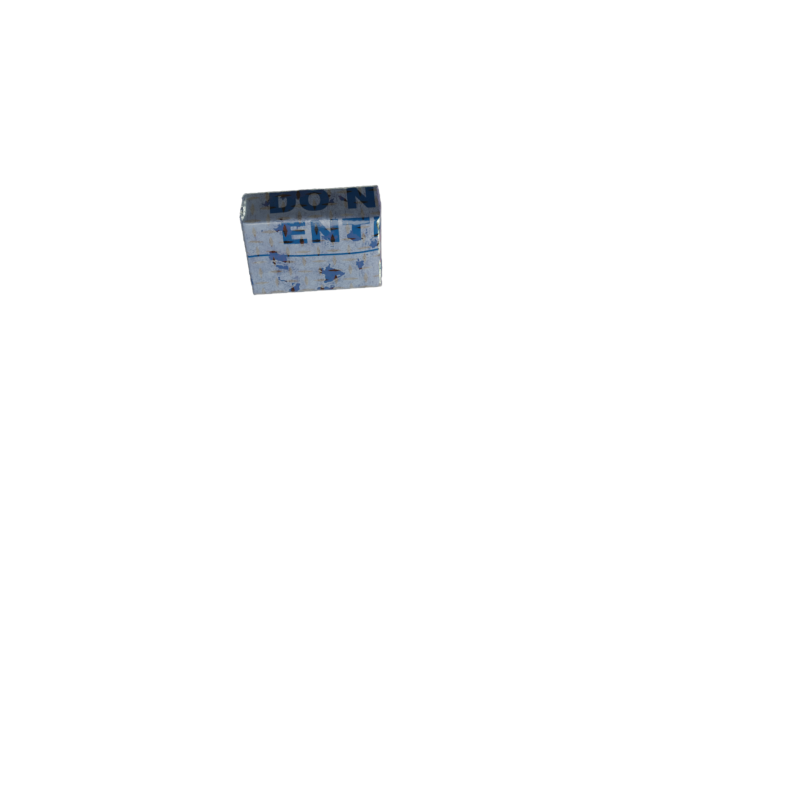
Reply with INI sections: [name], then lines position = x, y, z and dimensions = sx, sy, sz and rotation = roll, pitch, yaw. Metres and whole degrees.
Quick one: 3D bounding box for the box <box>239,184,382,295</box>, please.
[box]
position = -0.071, -0.130, 0.913
dimensions = 0.114, 0.042, 0.083
rotation = -1, -38, 1
